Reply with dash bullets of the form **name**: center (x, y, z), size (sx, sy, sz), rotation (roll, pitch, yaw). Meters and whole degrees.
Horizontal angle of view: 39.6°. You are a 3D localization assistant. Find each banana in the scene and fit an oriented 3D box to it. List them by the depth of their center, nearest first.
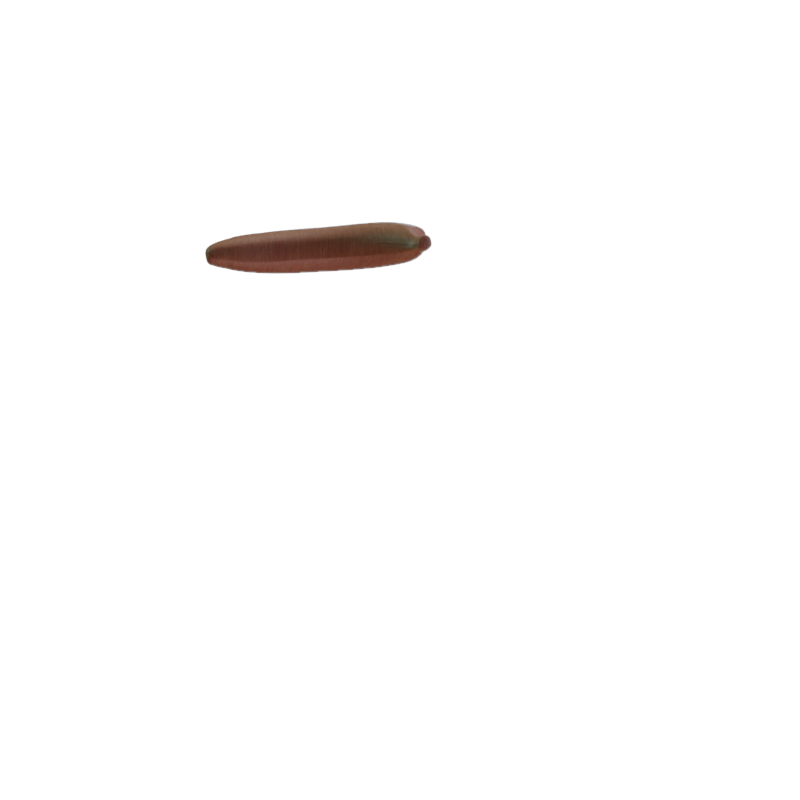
- **banana**: center (-0.060, -0.126, 0.908), size (0.203, 0.038, 0.066), rotation (-2, -6, 23)
